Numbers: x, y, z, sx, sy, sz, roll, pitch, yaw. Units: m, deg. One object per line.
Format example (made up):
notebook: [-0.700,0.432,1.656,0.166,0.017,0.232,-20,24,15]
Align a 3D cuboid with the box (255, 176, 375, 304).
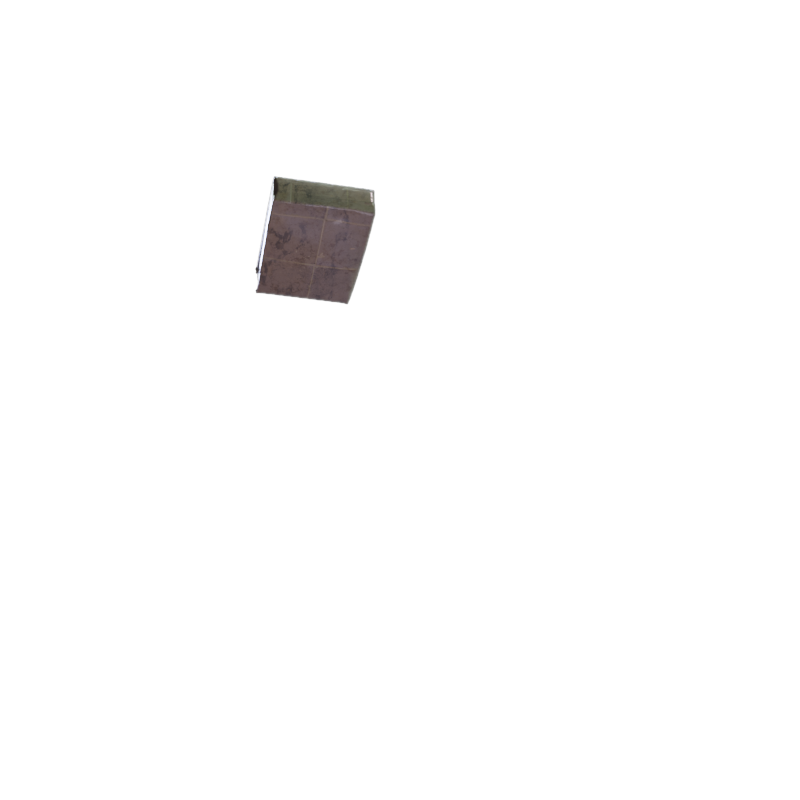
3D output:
box: [-0.076,-0.140,0.978,0.089,0.107,0.042,9,41,-9]
